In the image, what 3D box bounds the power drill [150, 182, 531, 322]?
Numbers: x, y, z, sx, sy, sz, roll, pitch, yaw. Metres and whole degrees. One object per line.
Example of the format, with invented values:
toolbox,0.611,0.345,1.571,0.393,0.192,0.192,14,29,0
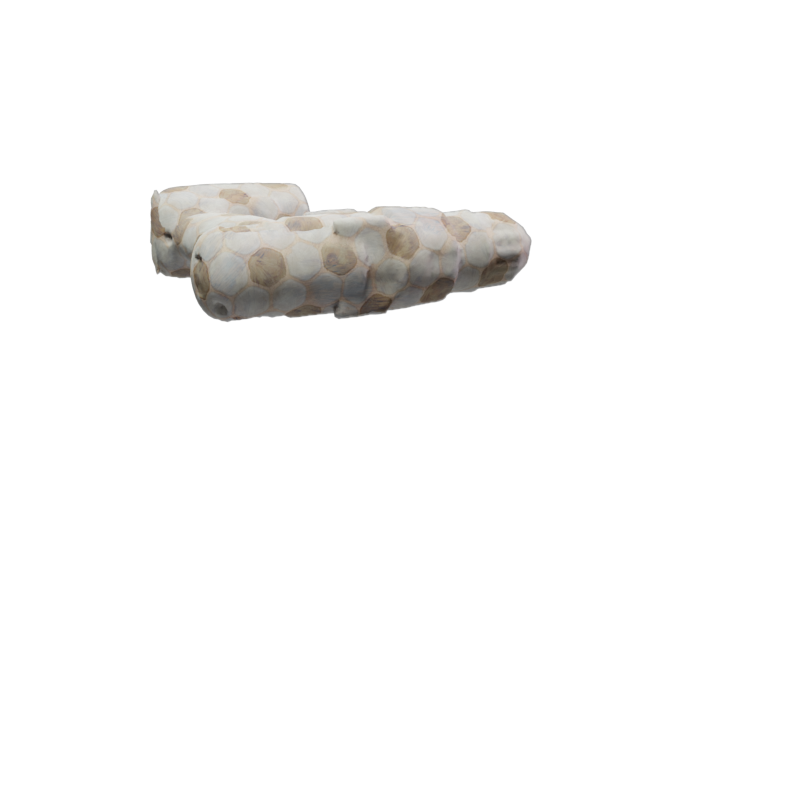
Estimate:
power drill,-0.048,-0.088,0.615,0.179,0.056,0.197,-7,15,-27
